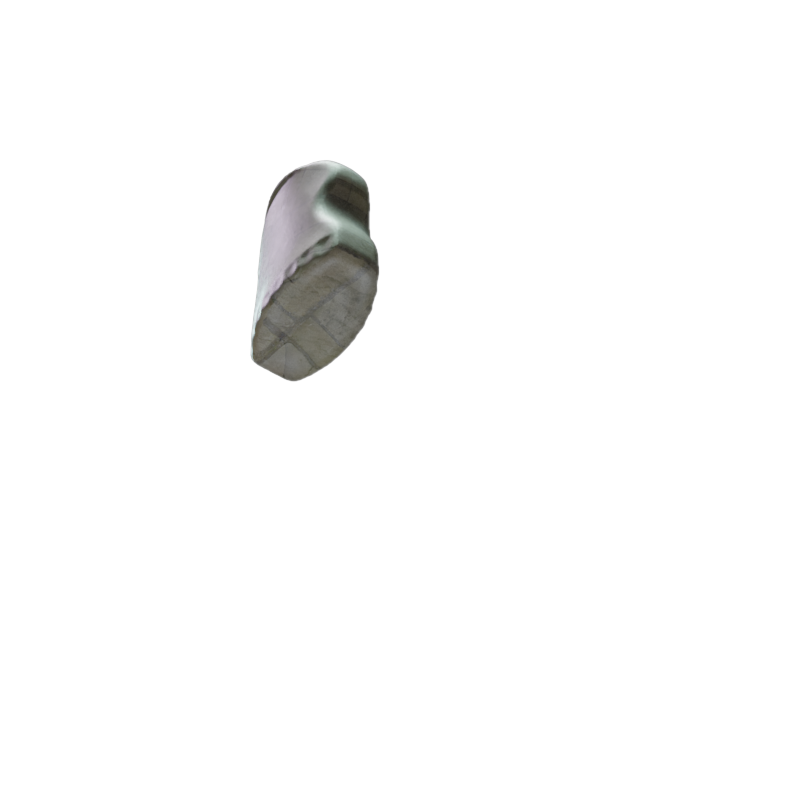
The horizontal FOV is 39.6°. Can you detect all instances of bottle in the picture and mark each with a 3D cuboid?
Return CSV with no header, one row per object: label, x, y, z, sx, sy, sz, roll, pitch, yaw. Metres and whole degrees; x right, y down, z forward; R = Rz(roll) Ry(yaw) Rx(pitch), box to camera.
bottle,-0.057,-0.103,0.722,0.056,0.093,0.205,27,29,-21
